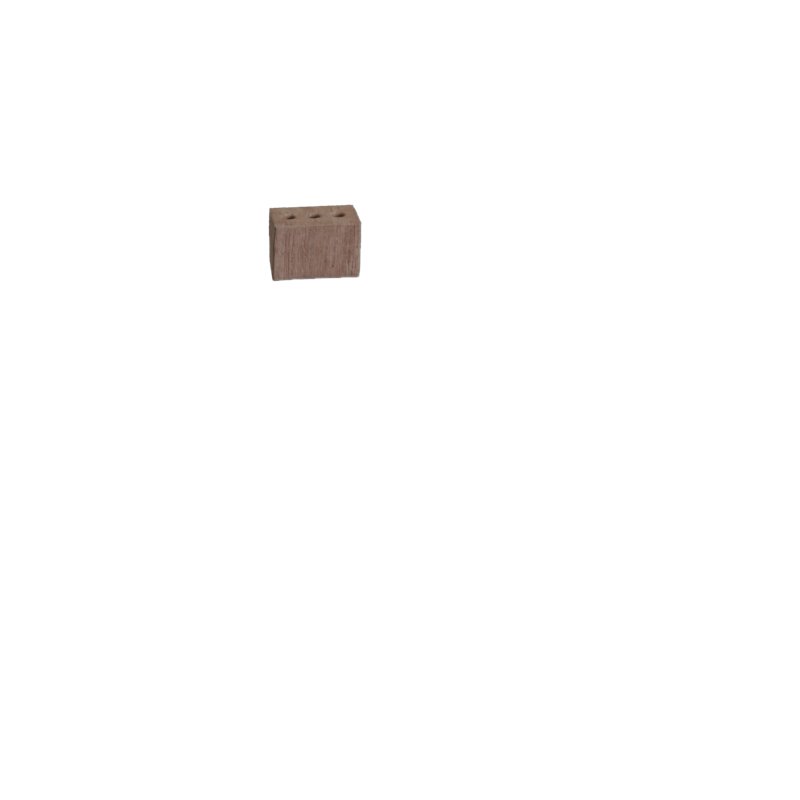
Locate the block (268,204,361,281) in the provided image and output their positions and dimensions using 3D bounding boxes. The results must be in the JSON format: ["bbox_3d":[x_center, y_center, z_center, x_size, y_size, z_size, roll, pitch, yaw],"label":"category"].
[{"bbox_3d":[-0.077,-0.140,0.977,0.077,0.049,0.056,-4,26,-8],"label":"block"}]
